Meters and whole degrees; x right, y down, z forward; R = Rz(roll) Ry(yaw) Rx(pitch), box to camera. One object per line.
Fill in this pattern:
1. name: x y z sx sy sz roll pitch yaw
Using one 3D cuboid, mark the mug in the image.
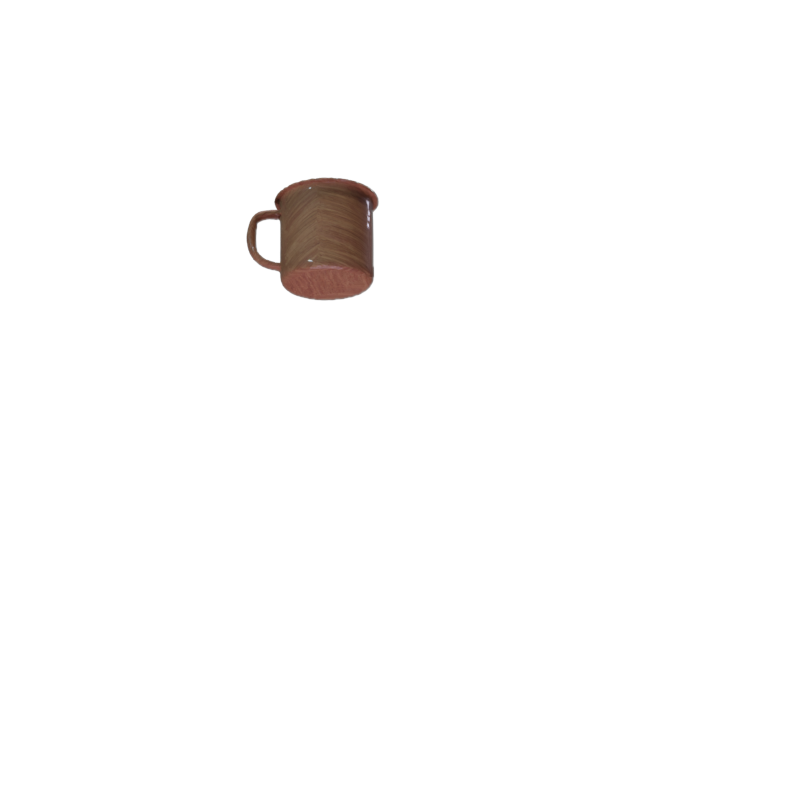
1. mug: -0.076 -0.139 0.971 0.116 0.086 0.090 3 -20 -9
